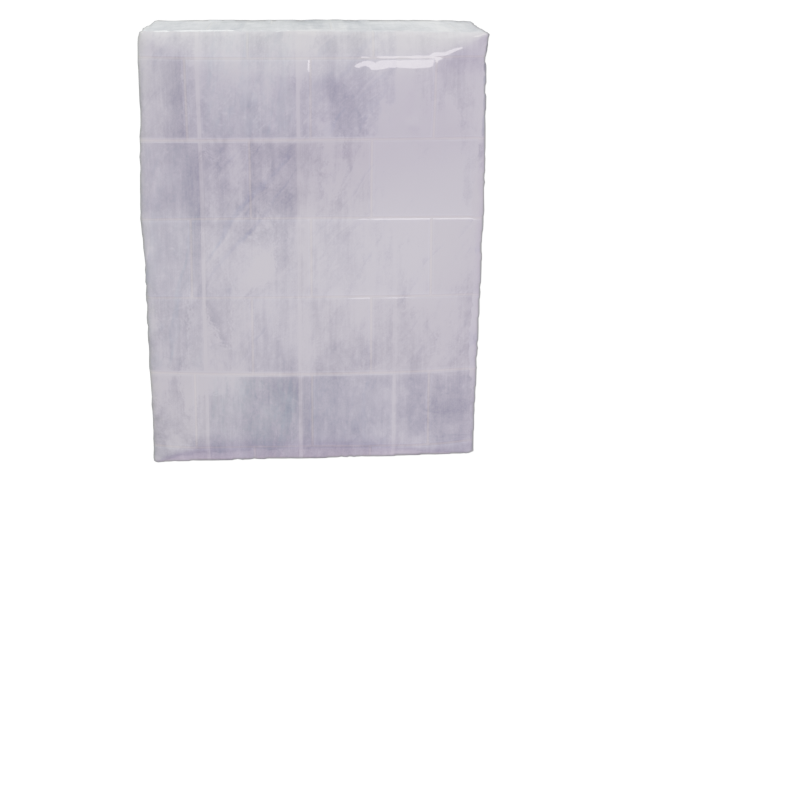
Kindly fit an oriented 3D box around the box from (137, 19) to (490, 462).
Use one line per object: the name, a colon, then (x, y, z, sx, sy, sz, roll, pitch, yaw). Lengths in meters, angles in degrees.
box: (-0.043, -0.079, 0.552, 0.164, 0.206, 0.075, 0, 16, -2)
